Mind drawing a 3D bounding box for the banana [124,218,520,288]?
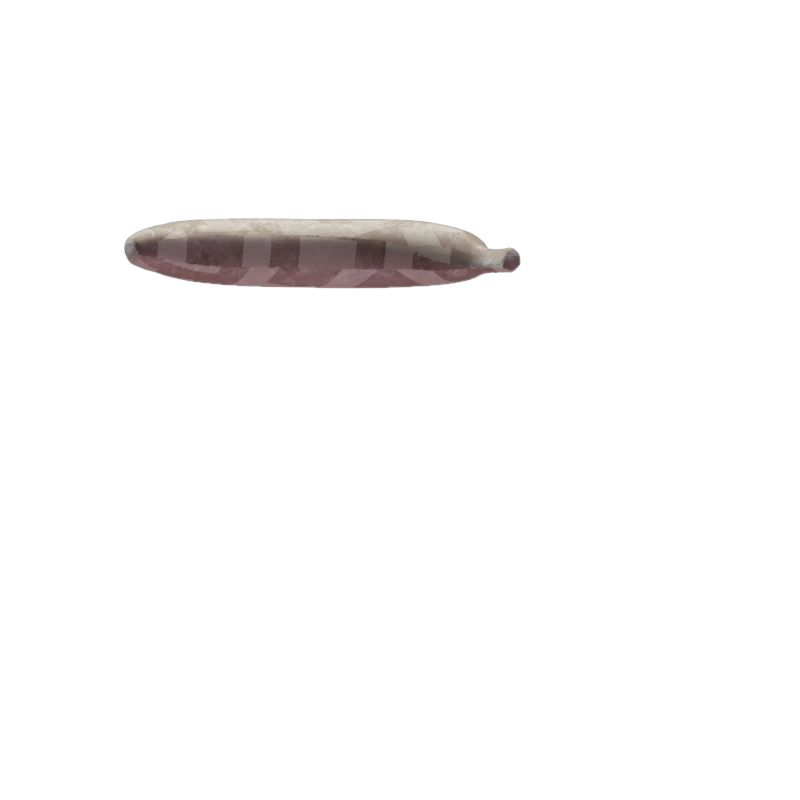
[{"bbox_3d":[-0.041,-0.079,0.582,0.198,0.038,0.068,0,-6,1],"label":"banana"}]
